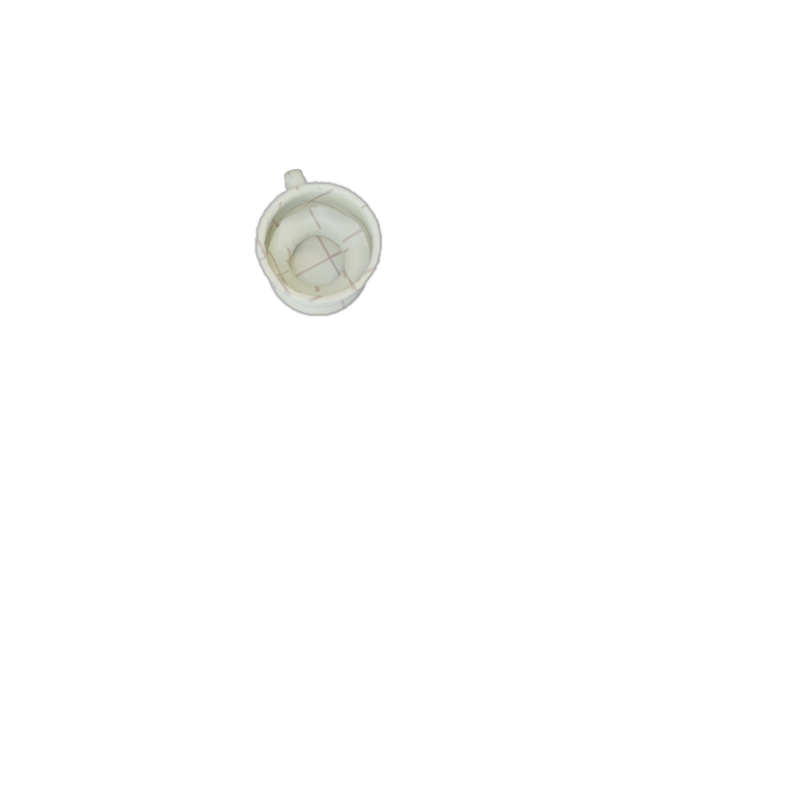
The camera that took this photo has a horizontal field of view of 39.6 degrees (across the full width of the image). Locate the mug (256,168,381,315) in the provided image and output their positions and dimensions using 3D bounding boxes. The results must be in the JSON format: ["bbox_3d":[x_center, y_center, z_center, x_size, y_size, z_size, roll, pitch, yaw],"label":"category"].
[{"bbox_3d":[-0.067,-0.123,0.861,0.093,0.122,0.079,-20,-12,-6],"label":"mug"}]
